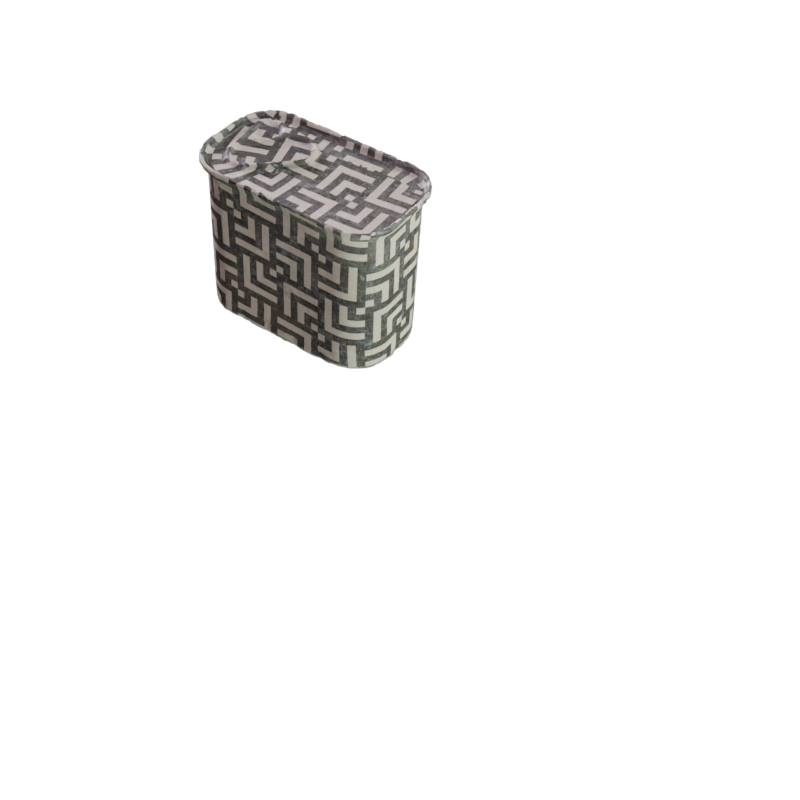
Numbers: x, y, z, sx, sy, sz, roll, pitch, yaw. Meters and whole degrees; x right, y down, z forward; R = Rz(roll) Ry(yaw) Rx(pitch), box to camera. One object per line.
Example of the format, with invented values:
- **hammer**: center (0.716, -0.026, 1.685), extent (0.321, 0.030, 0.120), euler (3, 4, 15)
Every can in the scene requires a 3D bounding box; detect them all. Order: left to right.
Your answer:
- **can**: center (-0.039, -0.072, 0.503), extent (0.107, 0.078, 0.058), euler (28, 49, 25)
